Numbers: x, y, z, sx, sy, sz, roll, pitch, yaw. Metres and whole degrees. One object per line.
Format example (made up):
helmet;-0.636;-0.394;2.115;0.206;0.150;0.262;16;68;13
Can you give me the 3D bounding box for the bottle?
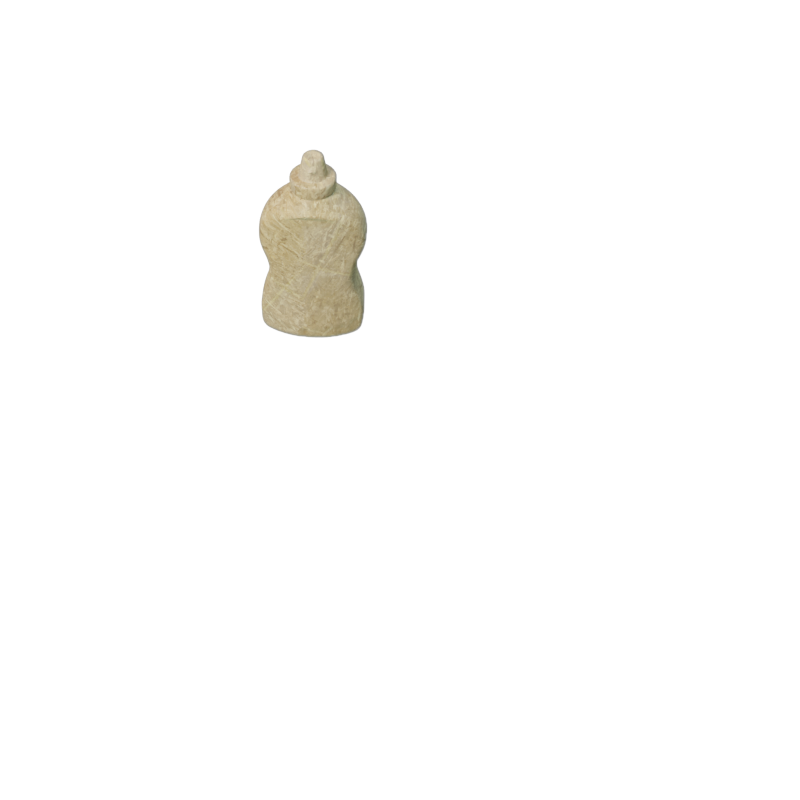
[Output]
bottle;-0.078;-0.142;0.999;0.097;0.179;0.062;6;43;3
